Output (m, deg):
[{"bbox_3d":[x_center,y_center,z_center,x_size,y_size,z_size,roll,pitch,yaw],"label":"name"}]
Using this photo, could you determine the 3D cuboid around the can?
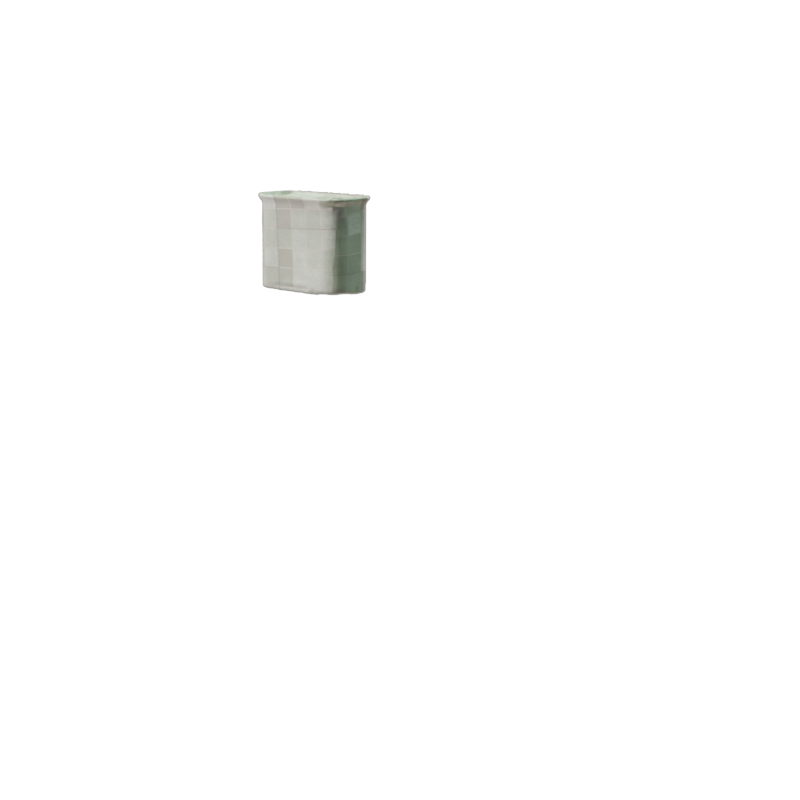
[{"bbox_3d":[-0.076,-0.139,0.970,0.107,0.082,0.056,10,13,40],"label":"can"}]
